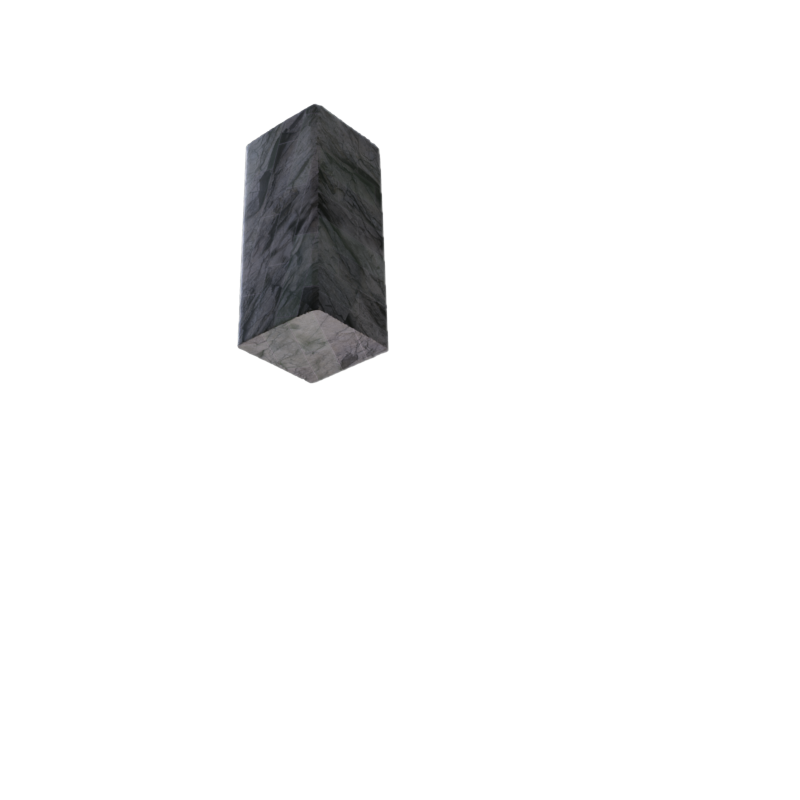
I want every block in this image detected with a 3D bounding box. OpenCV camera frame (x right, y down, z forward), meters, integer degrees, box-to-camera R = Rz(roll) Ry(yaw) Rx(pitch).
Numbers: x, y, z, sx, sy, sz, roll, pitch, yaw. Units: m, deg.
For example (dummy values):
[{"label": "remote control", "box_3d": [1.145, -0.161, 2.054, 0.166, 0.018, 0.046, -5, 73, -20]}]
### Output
[{"label": "block", "box_3d": [-0.073, -0.135, 0.941, 0.090, 0.220, 0.085, -26, -38, 33]}]
